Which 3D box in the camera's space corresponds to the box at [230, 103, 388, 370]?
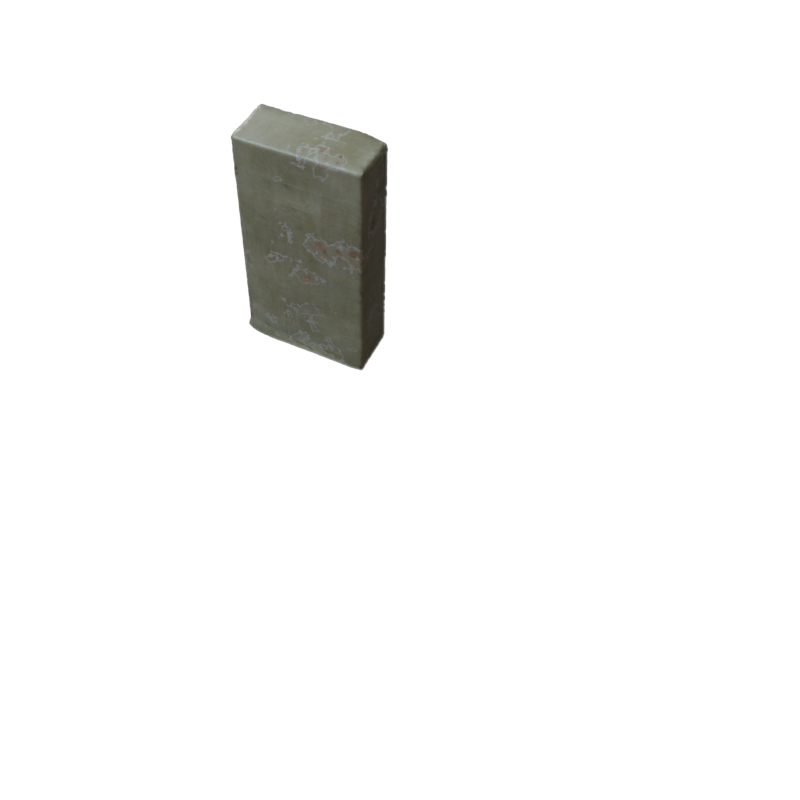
[{"bbox_3d":[-0.057,-0.105,0.733,0.097,0.164,0.050,22,48,17],"label":"box"}]
